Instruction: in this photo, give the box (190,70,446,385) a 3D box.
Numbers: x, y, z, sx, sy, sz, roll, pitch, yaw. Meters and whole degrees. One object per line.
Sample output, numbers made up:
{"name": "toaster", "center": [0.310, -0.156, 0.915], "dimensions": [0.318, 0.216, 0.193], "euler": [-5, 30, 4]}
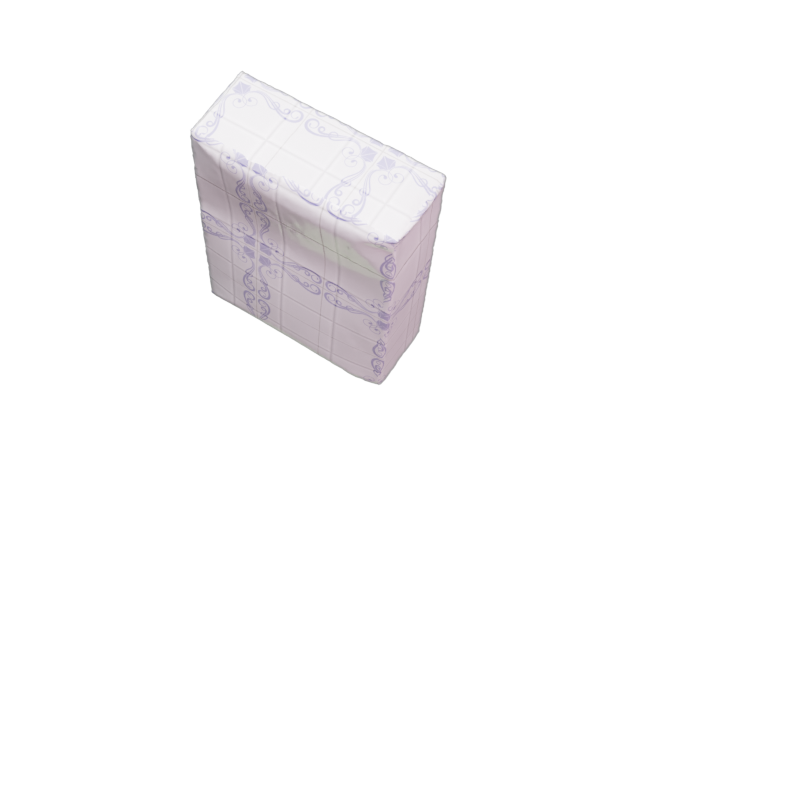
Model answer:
{"name": "box", "center": [-0.063, -0.115, 0.804], "dimensions": [0.170, 0.074, 0.201], "euler": [31, -25, 13]}
